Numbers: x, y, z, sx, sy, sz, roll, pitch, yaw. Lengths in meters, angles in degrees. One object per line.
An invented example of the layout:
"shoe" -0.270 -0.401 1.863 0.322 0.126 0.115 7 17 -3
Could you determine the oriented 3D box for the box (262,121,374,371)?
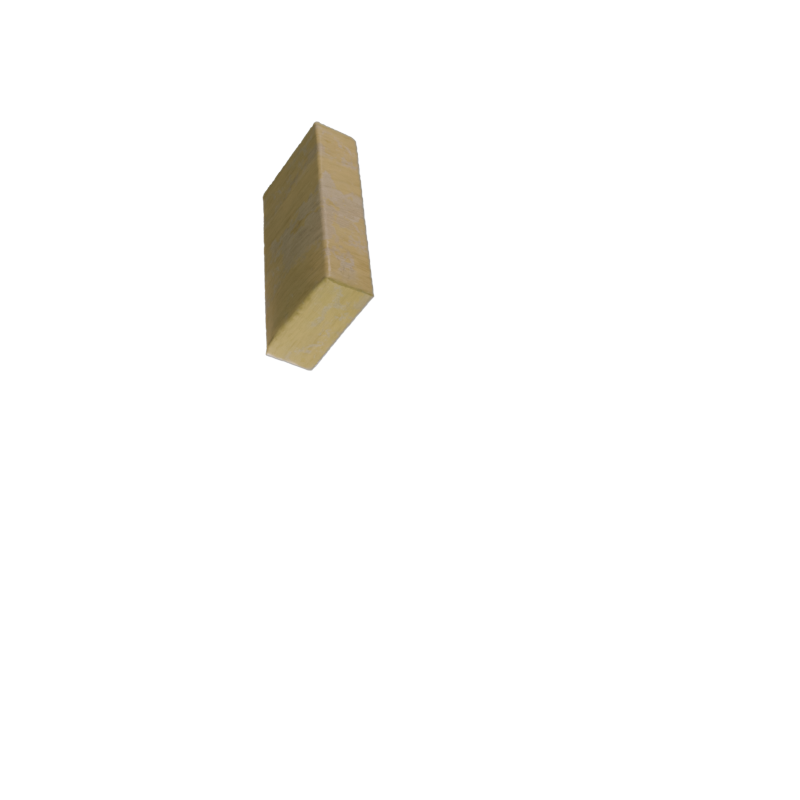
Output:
"box" -0.065 -0.120 0.838 0.046 0.189 0.091 22 -49 -25
